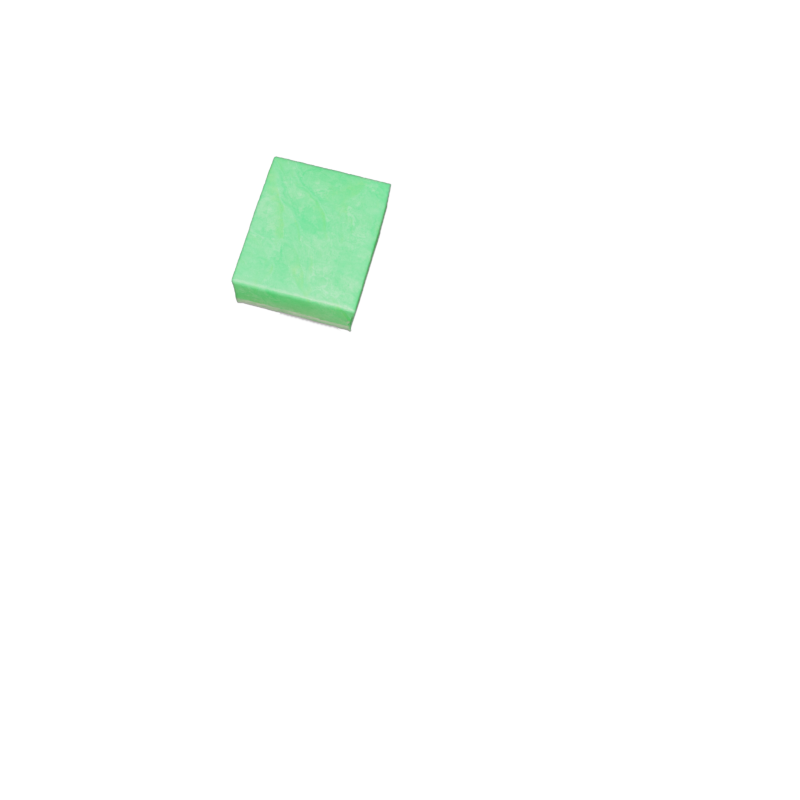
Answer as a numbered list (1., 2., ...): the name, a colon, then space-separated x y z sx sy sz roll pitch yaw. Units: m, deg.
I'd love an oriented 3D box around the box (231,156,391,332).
1. box: -0.063 -0.114 0.801 0.091 0.119 0.037 13 -25 5
